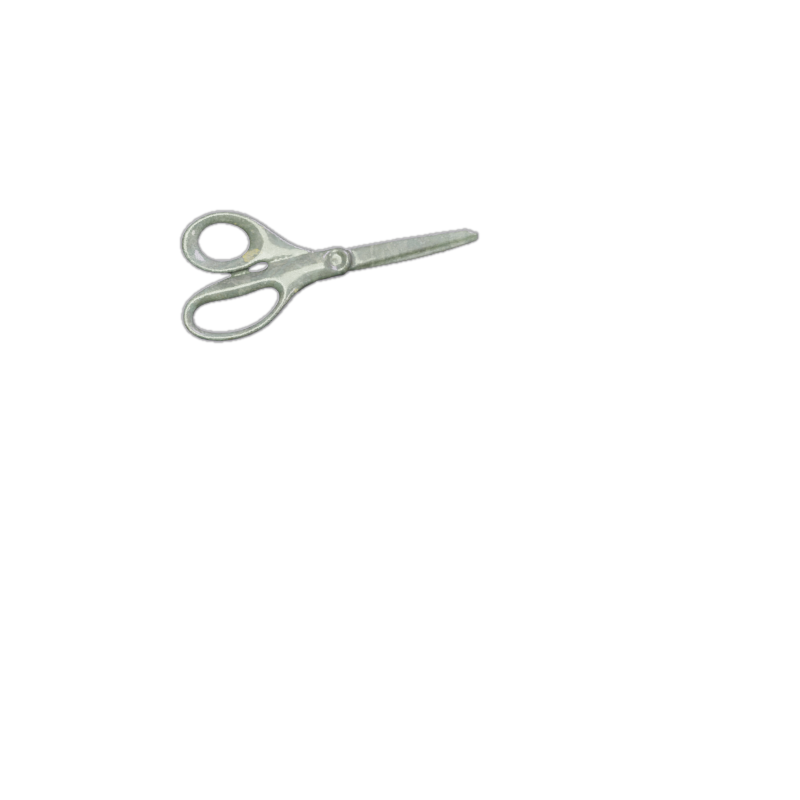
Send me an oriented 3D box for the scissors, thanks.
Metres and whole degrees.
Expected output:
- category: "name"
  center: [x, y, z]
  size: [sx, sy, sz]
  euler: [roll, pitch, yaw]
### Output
- category: "scissors"
  center: [-0.058, -0.106, 0.741]
  size: [0.201, 0.100, 0.015]
  euler: [-27, -13, -7]
